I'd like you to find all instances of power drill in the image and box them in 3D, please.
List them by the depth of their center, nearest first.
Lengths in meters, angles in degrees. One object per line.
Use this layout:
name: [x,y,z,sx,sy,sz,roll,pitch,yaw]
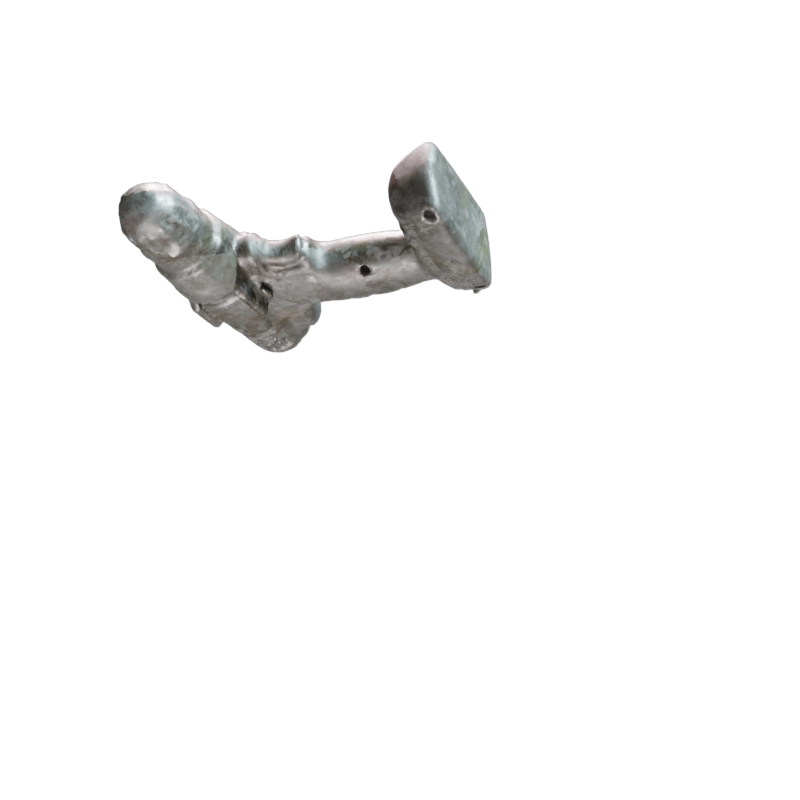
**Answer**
power drill: [-0.052,-0.096,0.670,0.191,0.061,0.171,-11,-26,23]
